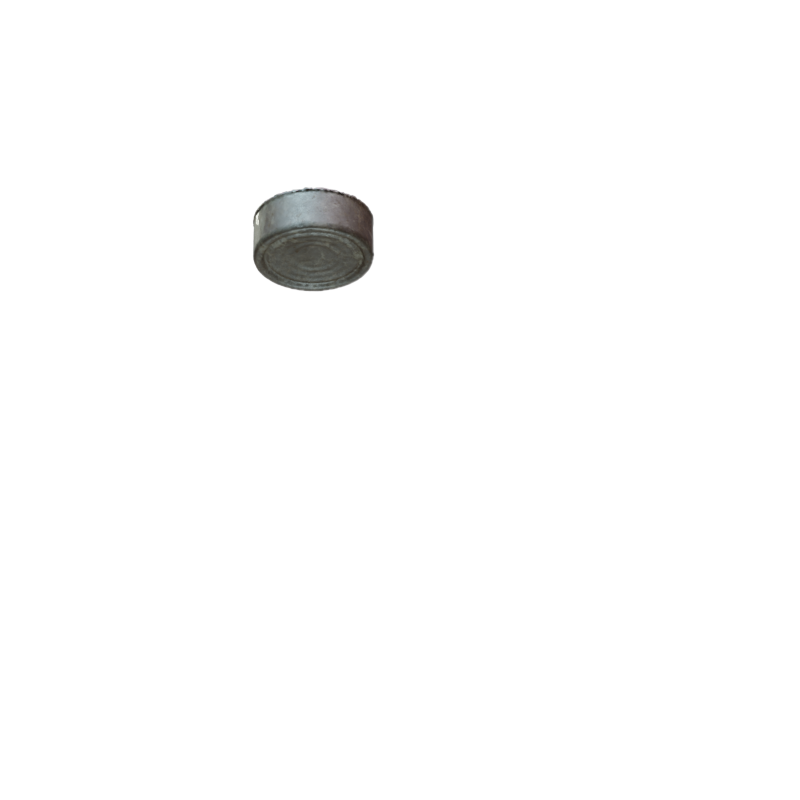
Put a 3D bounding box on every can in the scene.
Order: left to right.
[{"bbox_3d":[-0.061,-0.111,0.778,0.086,0.036,0.081,1,-28,-2],"label":"can"}]
